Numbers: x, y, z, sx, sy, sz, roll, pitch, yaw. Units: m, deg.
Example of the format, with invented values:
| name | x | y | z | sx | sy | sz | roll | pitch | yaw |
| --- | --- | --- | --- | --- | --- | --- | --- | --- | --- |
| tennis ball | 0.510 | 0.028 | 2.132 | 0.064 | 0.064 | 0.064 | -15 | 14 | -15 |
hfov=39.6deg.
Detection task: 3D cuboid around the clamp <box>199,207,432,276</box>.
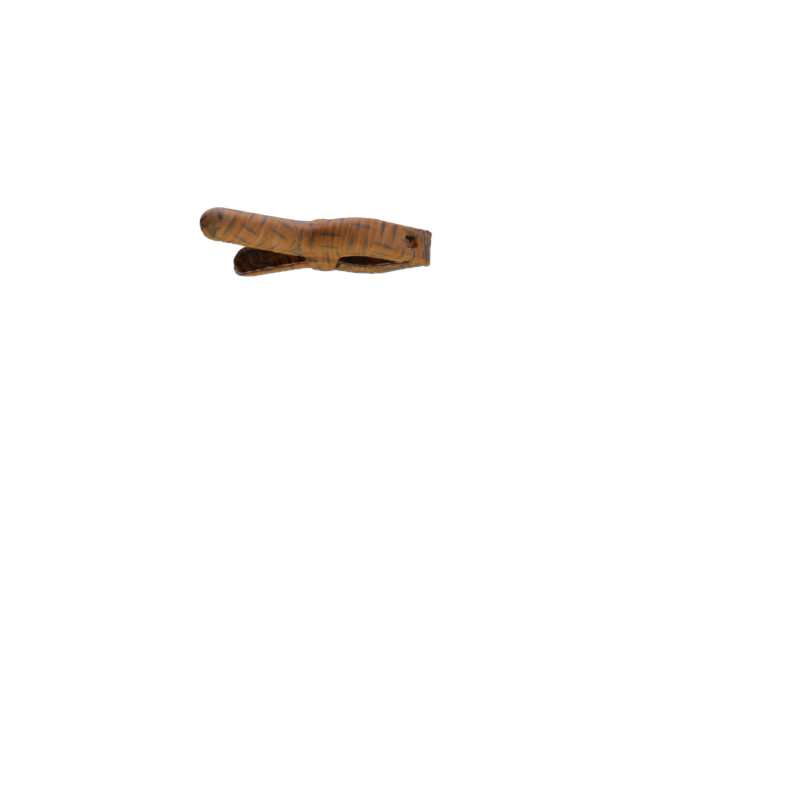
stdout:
| name | x | y | z | sx | sy | sz | roll | pitch | yaw |
| --- | --- | --- | --- | --- | --- | --- | --- | --- | --- |
| clamp | -0.066 | -0.120 | 0.837 | 0.175 | 0.040 | 0.115 | -1 | -5 | 16 |
